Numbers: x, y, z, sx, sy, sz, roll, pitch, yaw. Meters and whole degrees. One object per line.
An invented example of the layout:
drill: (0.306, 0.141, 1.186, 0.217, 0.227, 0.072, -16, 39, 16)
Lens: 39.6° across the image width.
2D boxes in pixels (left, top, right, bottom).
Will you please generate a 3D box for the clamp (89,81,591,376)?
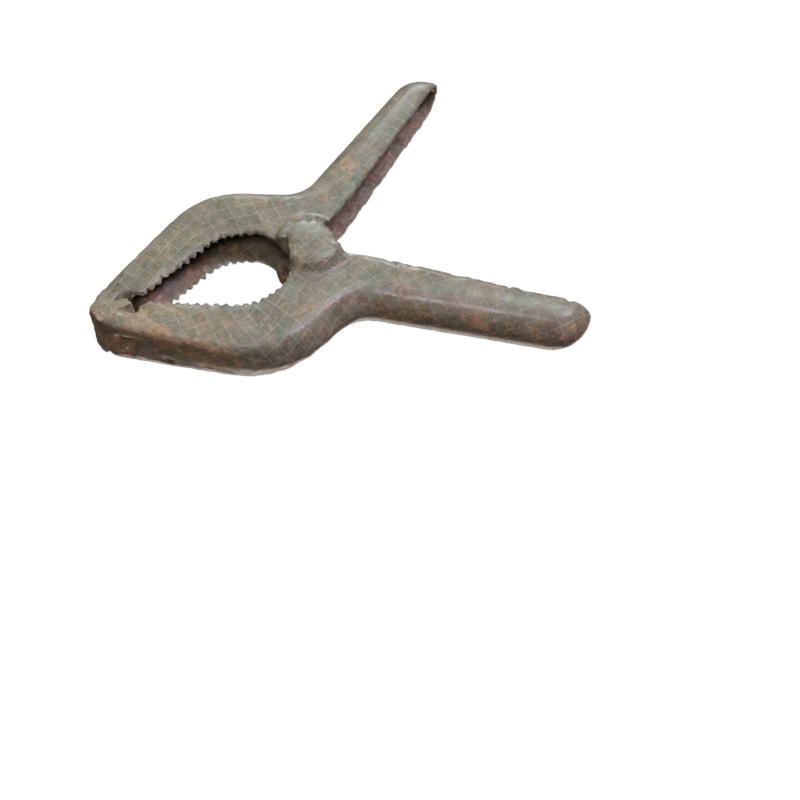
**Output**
clamp: (-0.040, -0.073, 0.512, 0.208, 0.177, 0.034, -14, -35, -10)
